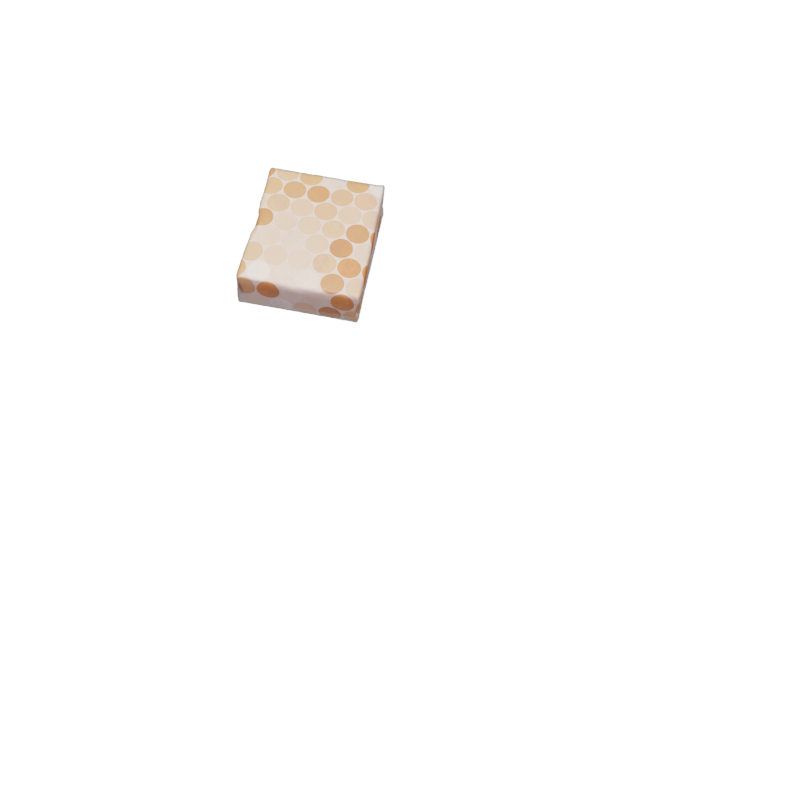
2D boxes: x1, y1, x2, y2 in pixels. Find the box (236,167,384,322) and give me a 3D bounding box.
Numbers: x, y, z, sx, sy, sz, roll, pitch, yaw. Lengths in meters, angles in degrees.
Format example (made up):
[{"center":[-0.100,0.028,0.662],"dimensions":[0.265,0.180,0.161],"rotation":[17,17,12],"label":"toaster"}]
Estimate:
[{"center":[-0.052,-0.095,0.666],"dimensions":[0.074,0.094,0.028],"rotation":[9,-34,6],"label":"box"}]
